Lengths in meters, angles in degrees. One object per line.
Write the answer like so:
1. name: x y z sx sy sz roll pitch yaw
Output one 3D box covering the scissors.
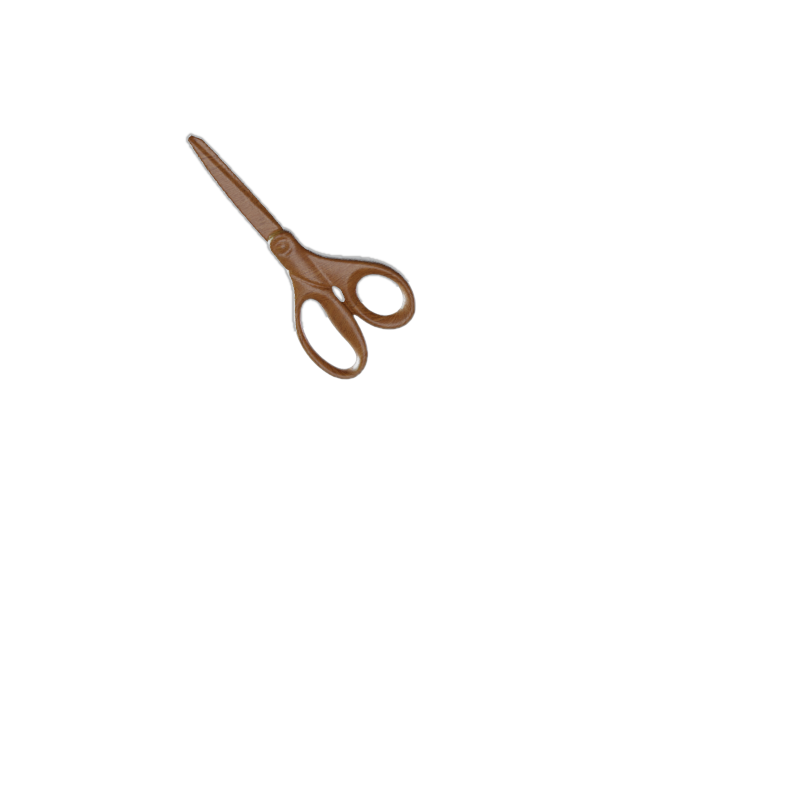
1. scissors: -0.060 -0.109 0.760 0.096 0.195 0.016 -23 13 6
